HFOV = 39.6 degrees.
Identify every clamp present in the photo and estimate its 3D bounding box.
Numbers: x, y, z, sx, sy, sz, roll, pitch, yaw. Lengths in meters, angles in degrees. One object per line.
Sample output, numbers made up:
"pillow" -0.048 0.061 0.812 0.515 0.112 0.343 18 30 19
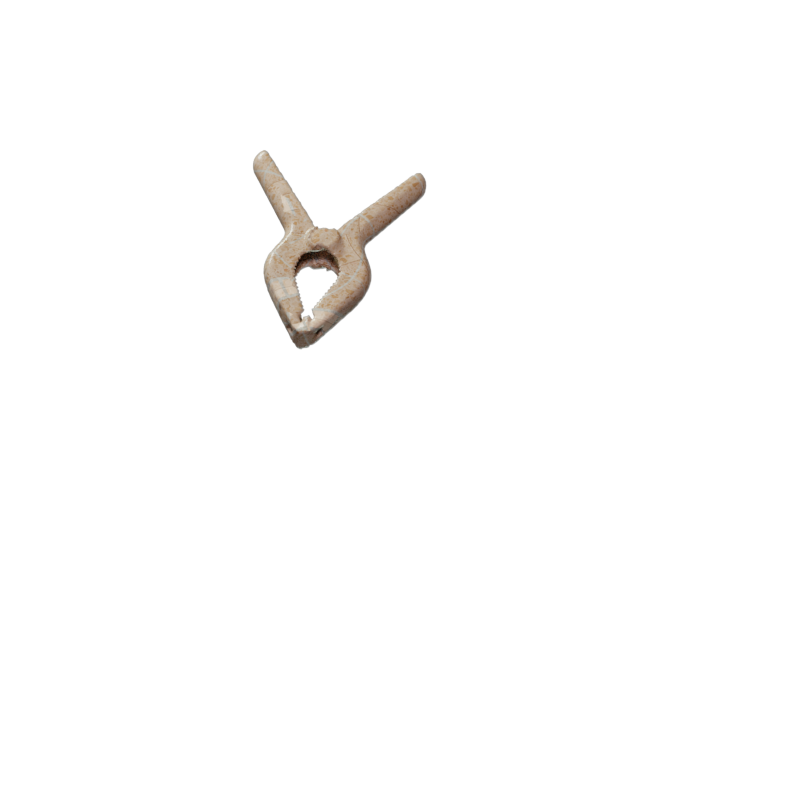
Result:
"clamp" -0.078 -0.143 0.999 0.167 0.221 0.034 13 -34 9
